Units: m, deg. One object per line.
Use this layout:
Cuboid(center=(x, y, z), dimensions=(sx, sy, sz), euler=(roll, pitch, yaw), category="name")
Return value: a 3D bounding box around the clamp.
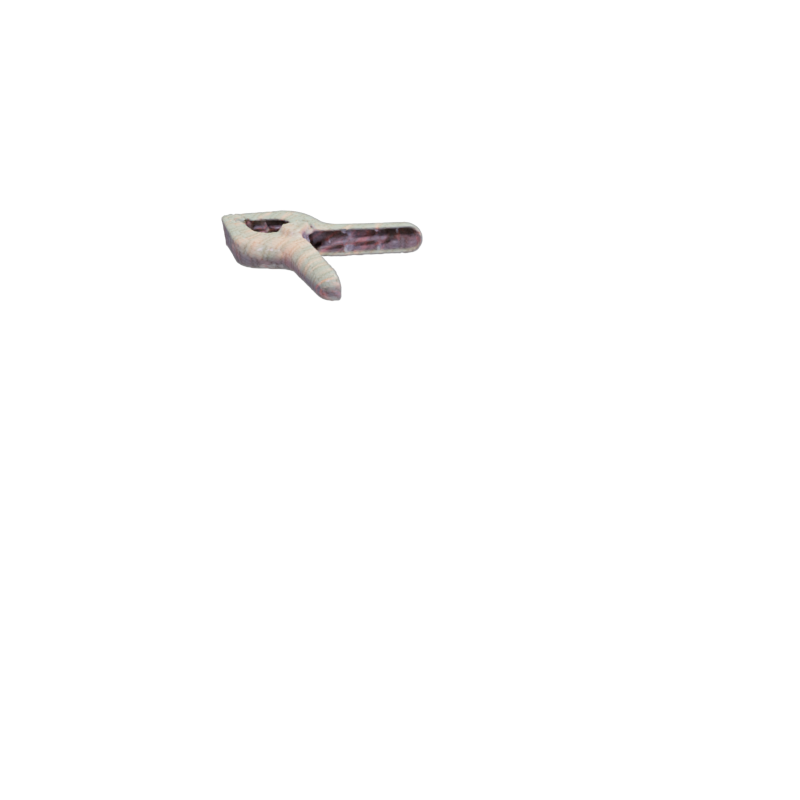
Cuboid(center=(-0.071, -0.129, 0.902), dimensions=(0.119, 0.037, 0.183), euler=(-23, 35, -38), category="clamp")
